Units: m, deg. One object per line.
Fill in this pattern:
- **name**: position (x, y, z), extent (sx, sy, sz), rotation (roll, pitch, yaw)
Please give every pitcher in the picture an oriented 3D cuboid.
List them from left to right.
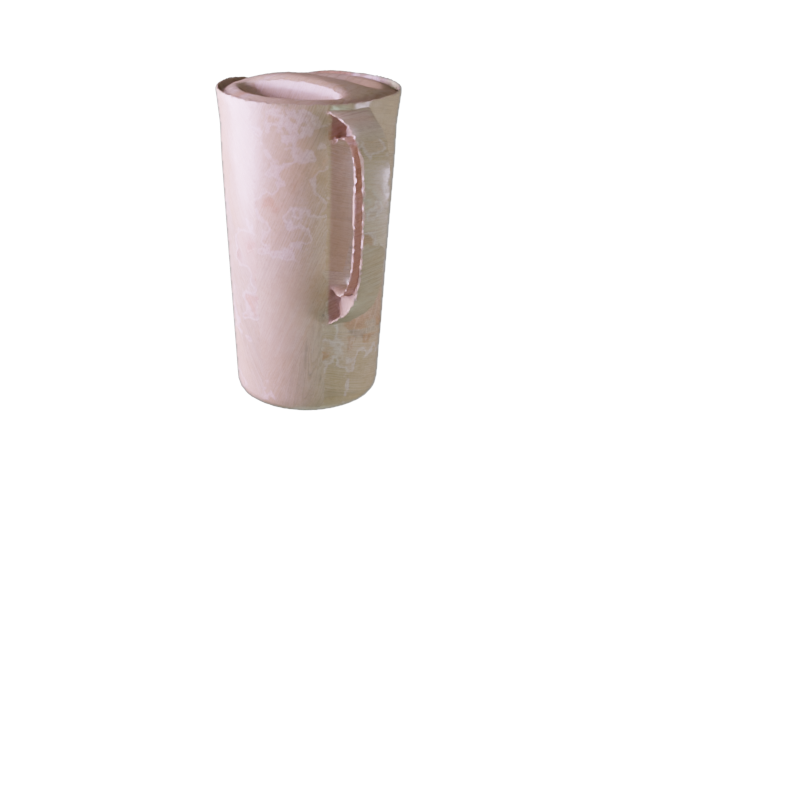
- **pitcher**: position (-0.064, -0.117, 0.818), extent (0.149, 0.232, 0.152), rotation (7, 22, 15)
